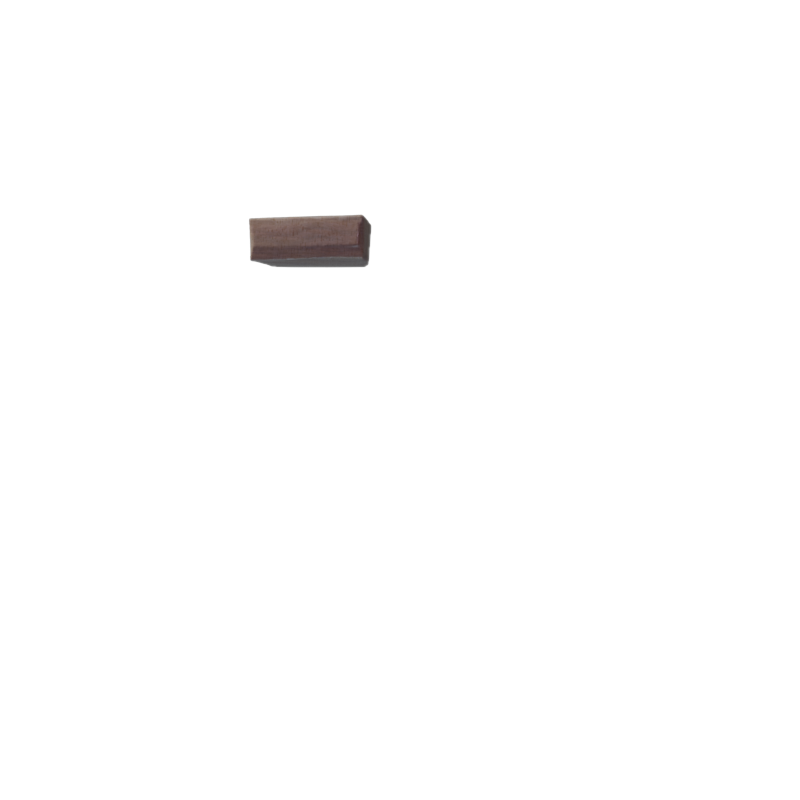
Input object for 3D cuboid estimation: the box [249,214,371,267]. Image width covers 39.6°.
[{"bbox_3d":[-0.071,-0.129,0.905,0.090,0.039,0.112,0,2,3],"label":"box"}]
